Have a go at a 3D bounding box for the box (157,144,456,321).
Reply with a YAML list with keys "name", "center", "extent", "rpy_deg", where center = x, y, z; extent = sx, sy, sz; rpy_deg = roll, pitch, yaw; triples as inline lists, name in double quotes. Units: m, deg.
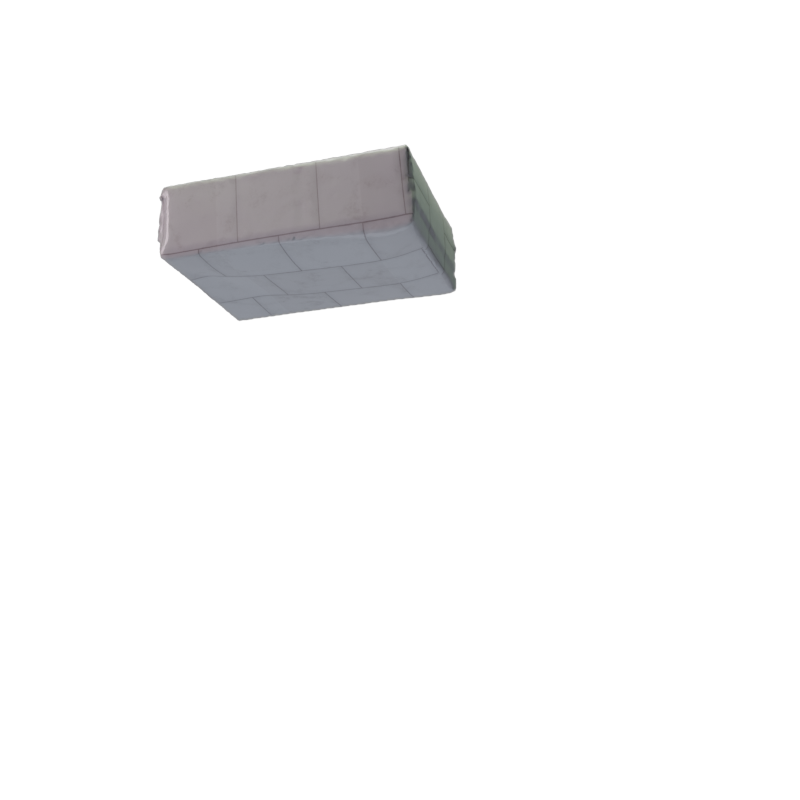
- name: "box"
  center: [-0.039, -0.071, 0.495]
  extent: [0.115, 0.041, 0.085]
  rpy_deg: [-4, -16, 16]
